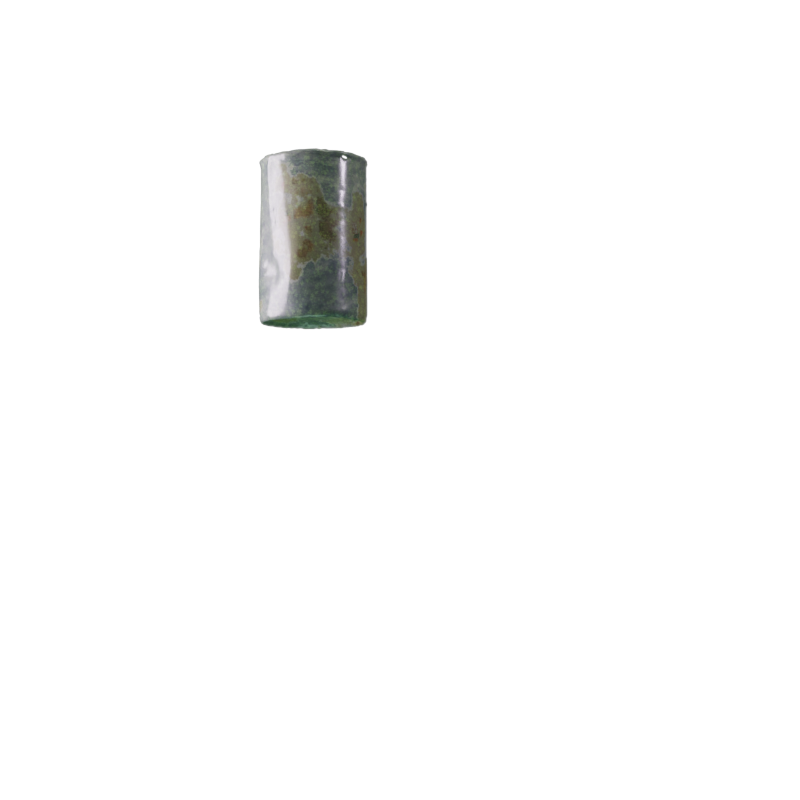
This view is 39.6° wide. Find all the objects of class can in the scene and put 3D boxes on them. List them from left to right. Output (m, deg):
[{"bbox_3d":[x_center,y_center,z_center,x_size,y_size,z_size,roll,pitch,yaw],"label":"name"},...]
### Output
[{"bbox_3d":[-0.054,-0.098,0.688,0.068,0.105,0.067,0,-8,-2],"label":"can"}]
